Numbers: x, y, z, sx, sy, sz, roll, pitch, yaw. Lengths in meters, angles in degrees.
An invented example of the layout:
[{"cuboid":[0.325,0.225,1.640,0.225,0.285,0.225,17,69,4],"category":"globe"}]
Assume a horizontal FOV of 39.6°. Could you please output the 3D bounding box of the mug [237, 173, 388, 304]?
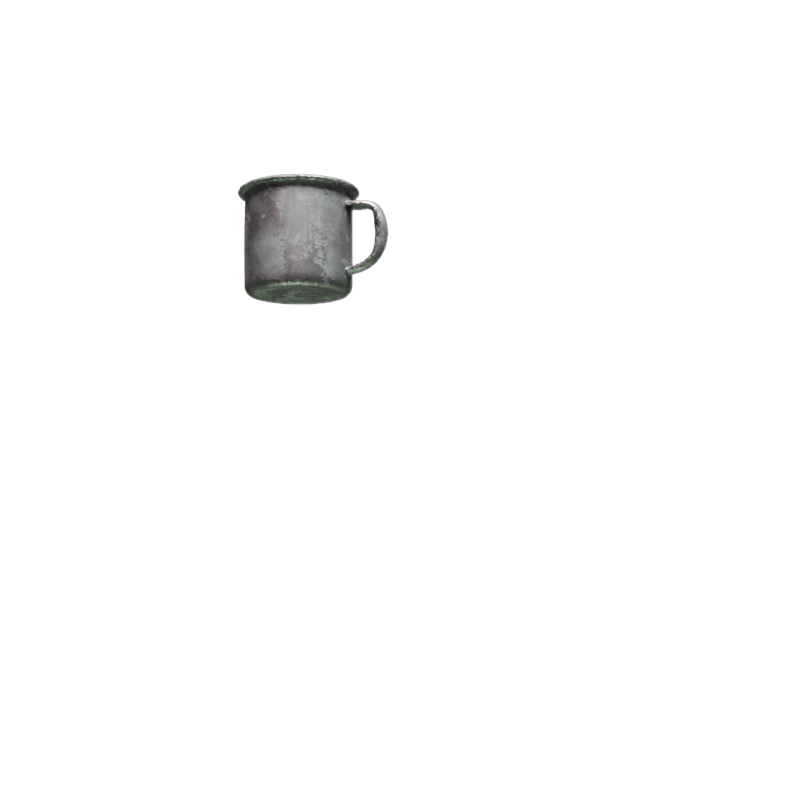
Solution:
[{"cuboid":[-0.065,-0.119,0.834,0.119,0.084,0.089,-3,-10,18],"category":"mug"}]
